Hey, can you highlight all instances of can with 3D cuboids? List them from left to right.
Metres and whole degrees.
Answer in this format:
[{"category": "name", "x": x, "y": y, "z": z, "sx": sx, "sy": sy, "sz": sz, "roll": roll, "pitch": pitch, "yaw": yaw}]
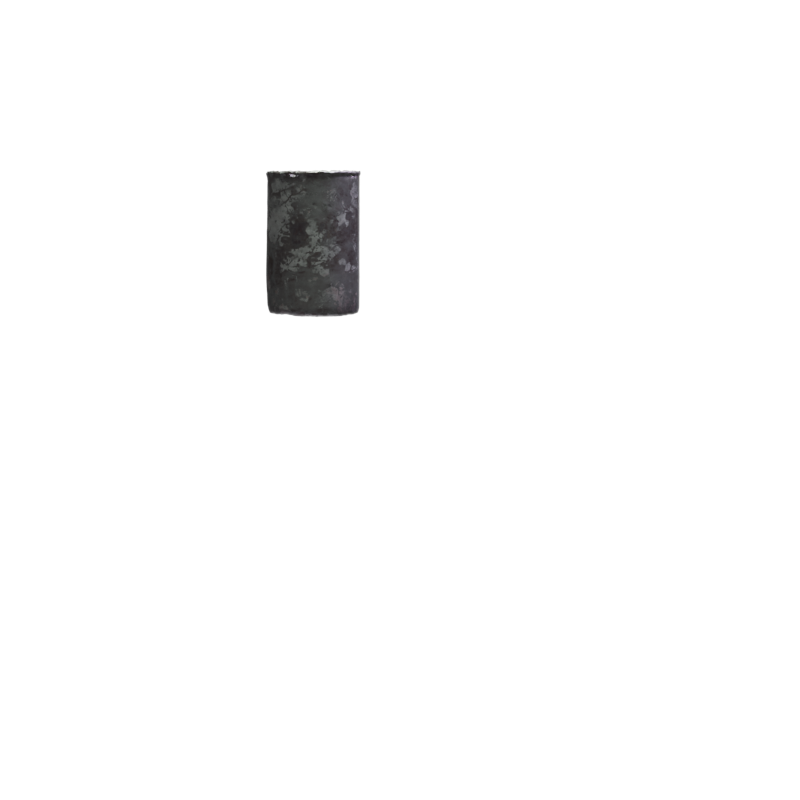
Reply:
[{"category": "can", "x": -0.063, "y": -0.114, "z": 0.800, "sx": 0.068, "sy": 0.101, "sz": 0.069, "roll": 0, "pitch": 5, "yaw": -2}]
